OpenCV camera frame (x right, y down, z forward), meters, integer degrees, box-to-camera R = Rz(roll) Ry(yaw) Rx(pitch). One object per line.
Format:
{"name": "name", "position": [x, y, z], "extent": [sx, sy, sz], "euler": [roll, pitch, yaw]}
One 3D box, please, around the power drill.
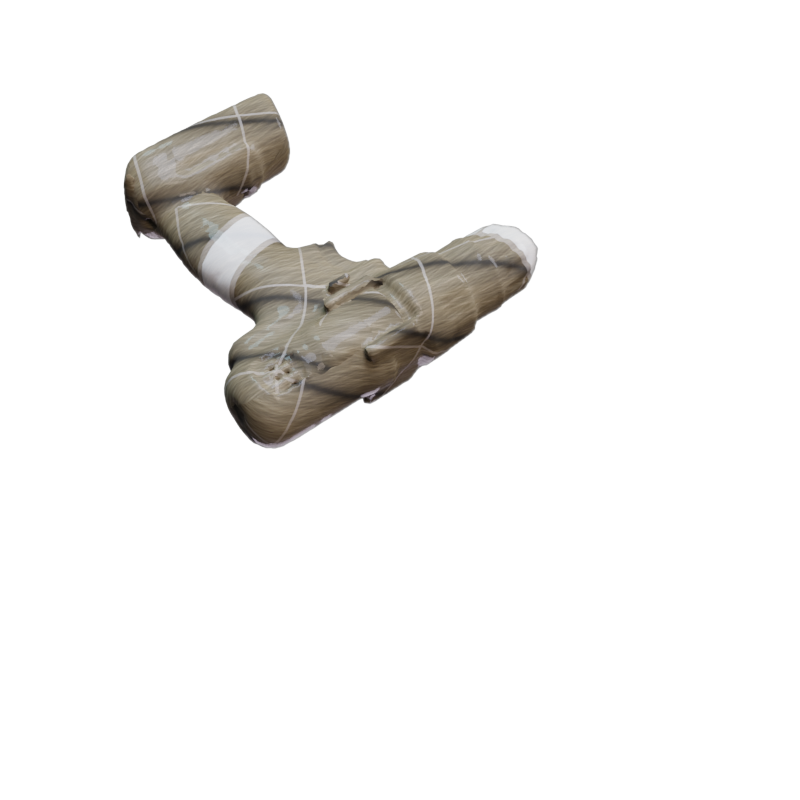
{"name": "power drill", "position": [-0.046, -0.085, 0.593], "extent": [0.184, 0.201, 0.053], "euler": [-31, -32, -22]}
